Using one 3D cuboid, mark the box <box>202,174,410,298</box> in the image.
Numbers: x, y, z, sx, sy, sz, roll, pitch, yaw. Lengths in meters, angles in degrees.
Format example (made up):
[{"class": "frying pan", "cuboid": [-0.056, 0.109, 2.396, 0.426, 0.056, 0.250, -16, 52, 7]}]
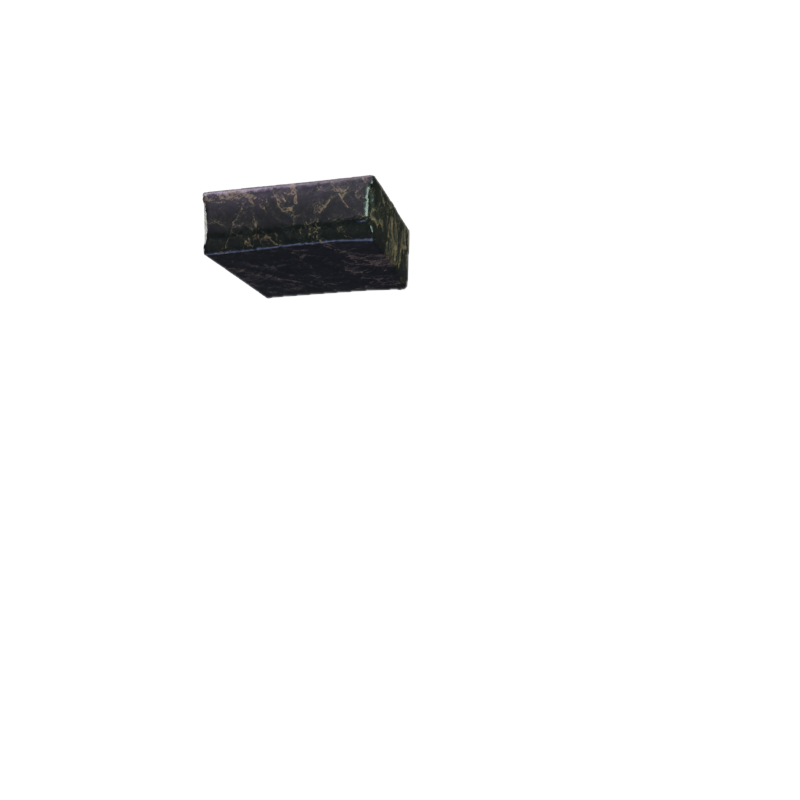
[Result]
[{"class": "box", "cuboid": [-0.047, -0.086, 0.599, 0.091, 0.040, 0.108, -2, -10, 11]}]
